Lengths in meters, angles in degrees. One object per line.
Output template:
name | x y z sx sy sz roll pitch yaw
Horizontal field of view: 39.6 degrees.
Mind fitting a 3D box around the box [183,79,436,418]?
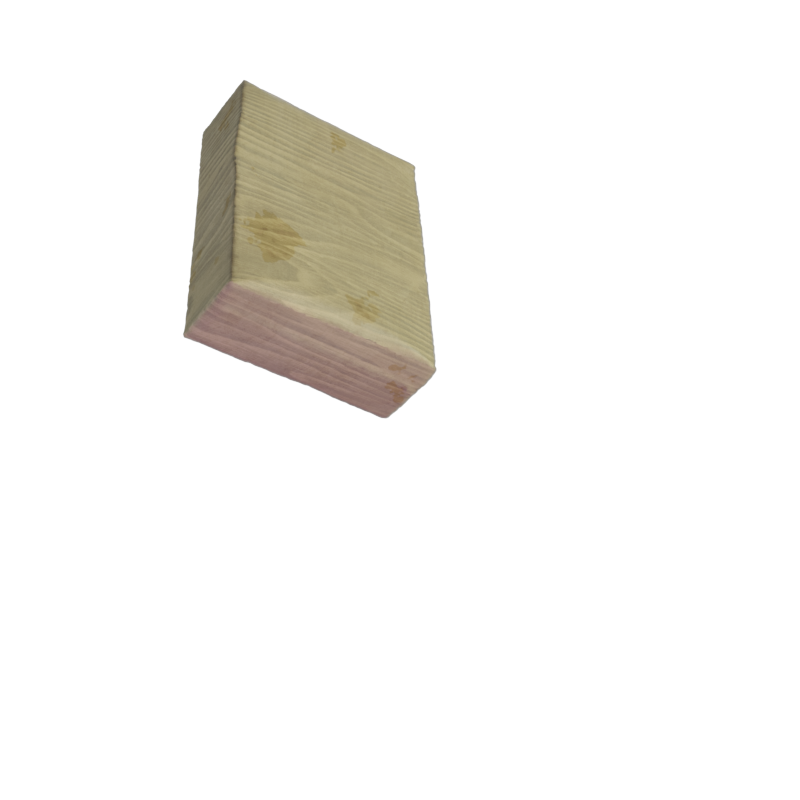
box | -0.062 -0.113 0.793 0.156 0.230 0.070 22 -48 -25
